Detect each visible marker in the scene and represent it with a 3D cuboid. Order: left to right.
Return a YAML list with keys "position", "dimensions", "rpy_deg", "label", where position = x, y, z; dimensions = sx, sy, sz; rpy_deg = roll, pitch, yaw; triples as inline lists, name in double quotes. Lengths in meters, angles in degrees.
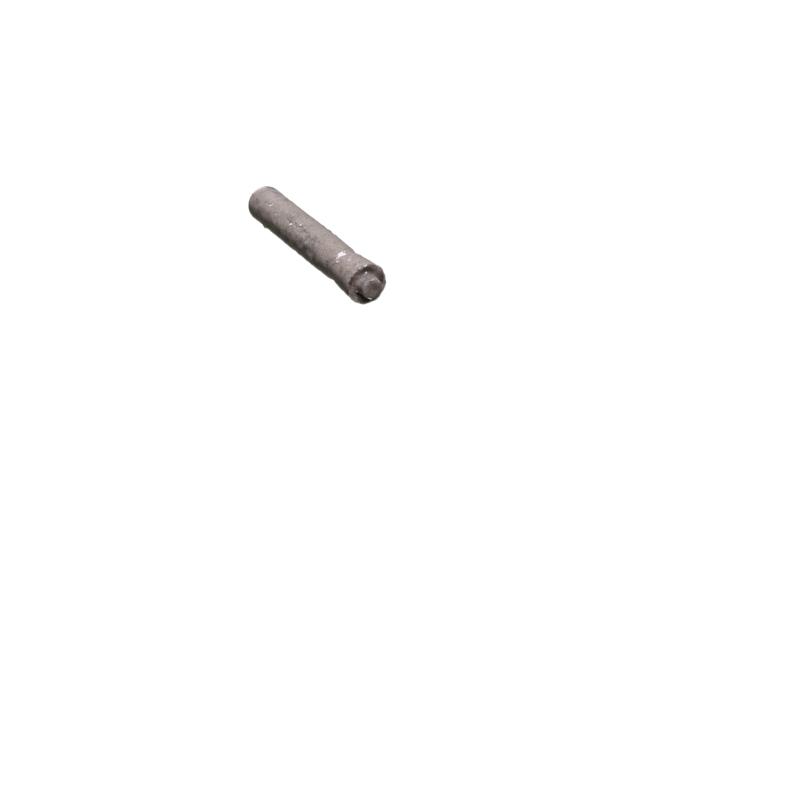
- position: [-0.041, -0.074, 0.521]
  dimensions: [0.019, 0.019, 0.130]
  rpy_deg: [-2, 26, -29]
  label: "marker"
